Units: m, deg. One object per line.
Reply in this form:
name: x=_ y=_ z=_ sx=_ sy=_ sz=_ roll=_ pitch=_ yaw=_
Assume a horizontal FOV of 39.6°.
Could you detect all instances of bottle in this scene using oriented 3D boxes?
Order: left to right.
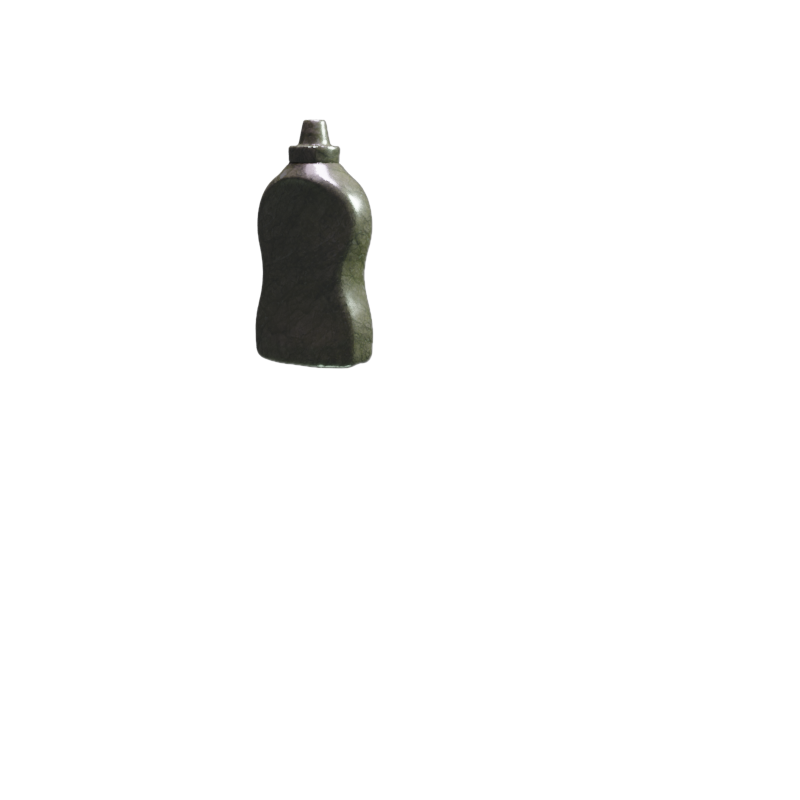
bottle: x=-0.068 y=-0.125 z=0.878 sx=0.100 sy=0.189 sz=0.057 roll=5 pitch=7 yaw=33
